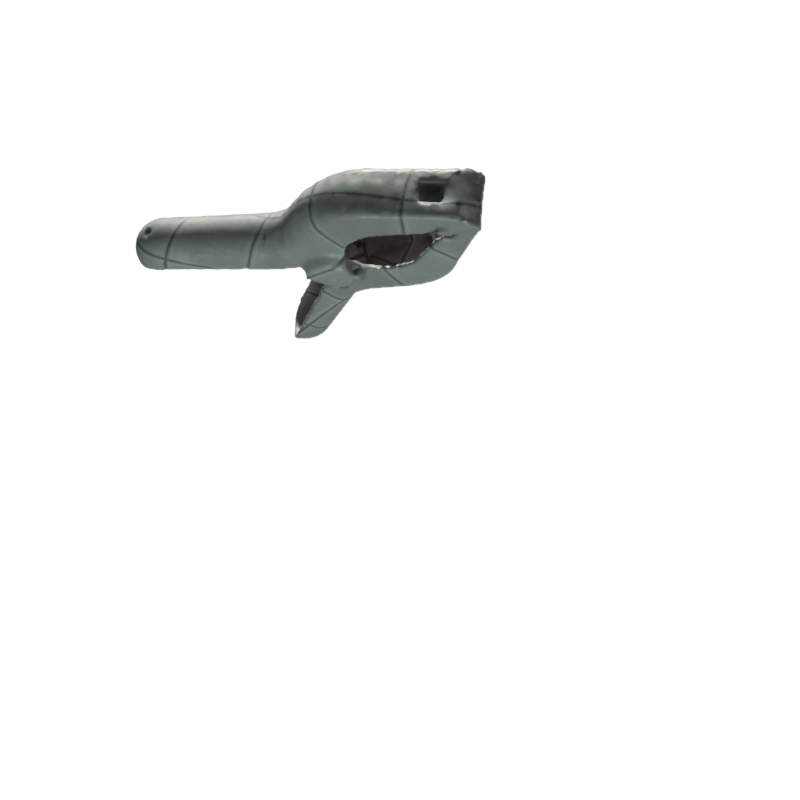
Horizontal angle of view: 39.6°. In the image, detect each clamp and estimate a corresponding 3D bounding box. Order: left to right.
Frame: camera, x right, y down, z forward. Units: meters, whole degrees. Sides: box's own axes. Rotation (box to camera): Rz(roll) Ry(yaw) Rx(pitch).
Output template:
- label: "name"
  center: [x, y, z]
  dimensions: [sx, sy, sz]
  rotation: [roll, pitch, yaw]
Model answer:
- label: "clamp"
  center: [-0.040, -0.073, 0.512]
  dimensions: [0.114, 0.041, 0.172]
  rotation: [14, -24, -36]
